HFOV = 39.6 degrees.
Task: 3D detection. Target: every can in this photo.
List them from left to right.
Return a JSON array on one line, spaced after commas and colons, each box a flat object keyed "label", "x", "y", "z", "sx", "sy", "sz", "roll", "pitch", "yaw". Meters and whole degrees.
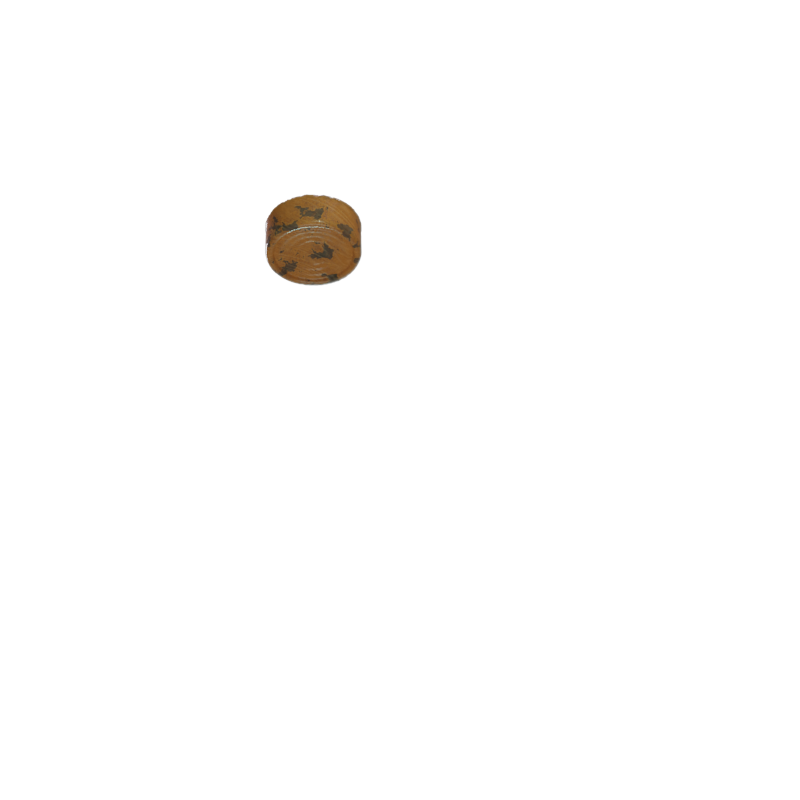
[{"label": "can", "x": -0.076, "y": -0.139, "z": 0.975, "sx": 0.086, "sy": 0.036, "sz": 0.080, "roll": 1, "pitch": -38, "yaw": -2}]
